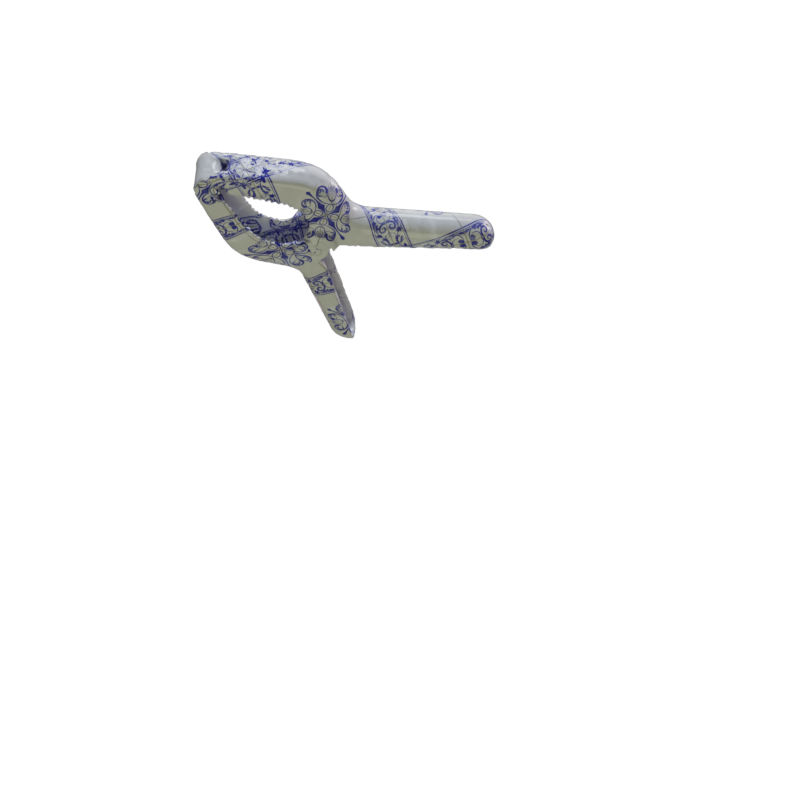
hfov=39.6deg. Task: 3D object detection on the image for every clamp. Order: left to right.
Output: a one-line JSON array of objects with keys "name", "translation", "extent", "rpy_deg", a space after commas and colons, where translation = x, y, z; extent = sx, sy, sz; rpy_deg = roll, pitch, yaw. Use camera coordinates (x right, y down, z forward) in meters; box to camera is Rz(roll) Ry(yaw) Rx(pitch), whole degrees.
[{"name": "clamp", "translation": [-0.062, -0.113, 0.795], "extent": [0.200, 0.039, 0.161], "rpy_deg": [20, -40, -27]}]
